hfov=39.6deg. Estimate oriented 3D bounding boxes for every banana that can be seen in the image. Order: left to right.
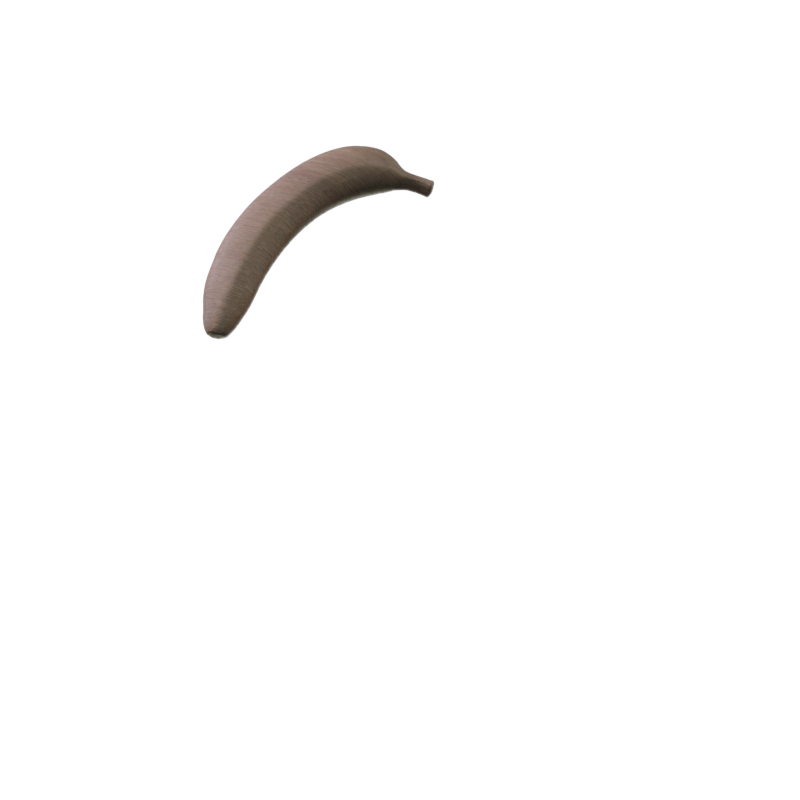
[{"bbox_3d":[-0.067,-0.119,0.743,0.199,0.074,0.034,-39,-25,-23],"label":"banana"}]
